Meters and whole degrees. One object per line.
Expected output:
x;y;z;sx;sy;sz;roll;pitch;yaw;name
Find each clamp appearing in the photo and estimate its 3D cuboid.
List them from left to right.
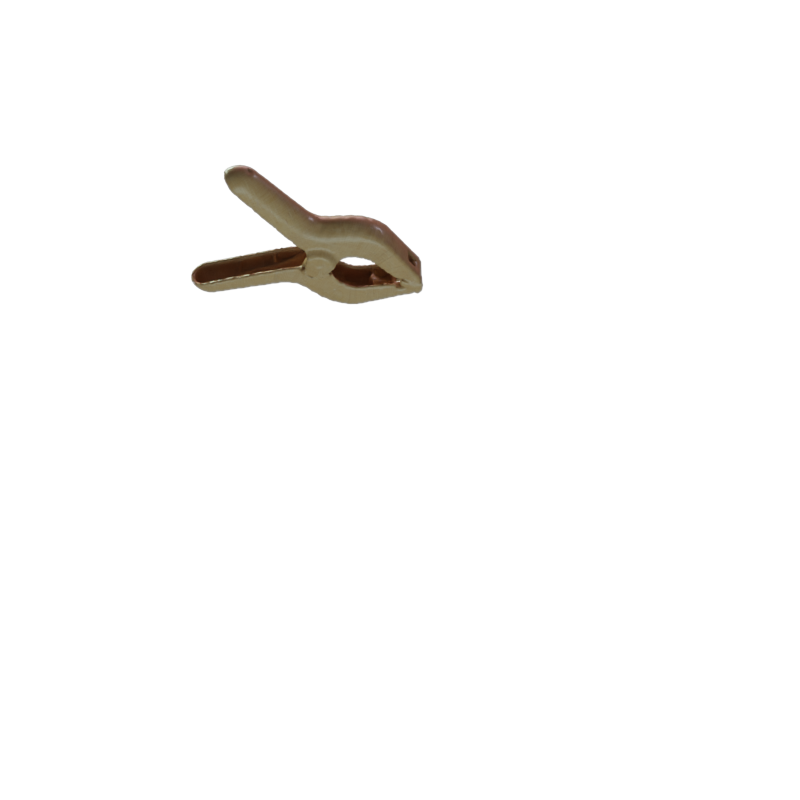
-0.063;-0.115;0.806;0.170;0.042;0.113;5;-35;-7;clamp
